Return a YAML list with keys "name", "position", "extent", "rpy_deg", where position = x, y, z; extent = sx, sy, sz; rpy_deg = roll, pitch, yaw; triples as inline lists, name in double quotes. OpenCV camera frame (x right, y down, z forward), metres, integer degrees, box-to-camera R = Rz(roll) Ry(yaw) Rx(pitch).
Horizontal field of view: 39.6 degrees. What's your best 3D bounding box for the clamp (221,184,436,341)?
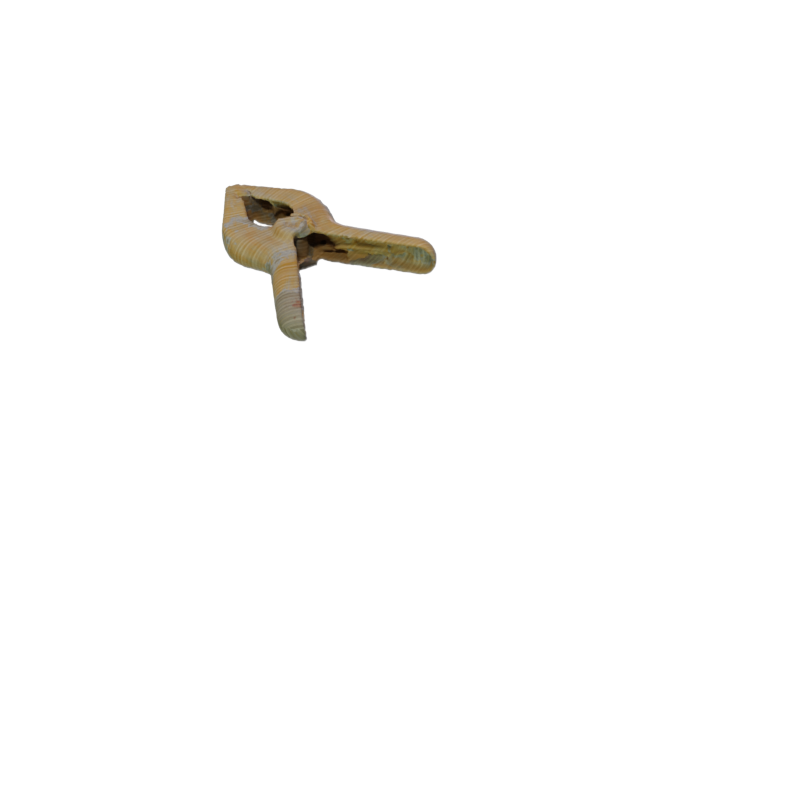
- name: "clamp"
  position: [-0.060, -0.109, 0.764]
  extent: [0.119, 0.037, 0.185]
  rpy_deg: [-19, 43, -22]
